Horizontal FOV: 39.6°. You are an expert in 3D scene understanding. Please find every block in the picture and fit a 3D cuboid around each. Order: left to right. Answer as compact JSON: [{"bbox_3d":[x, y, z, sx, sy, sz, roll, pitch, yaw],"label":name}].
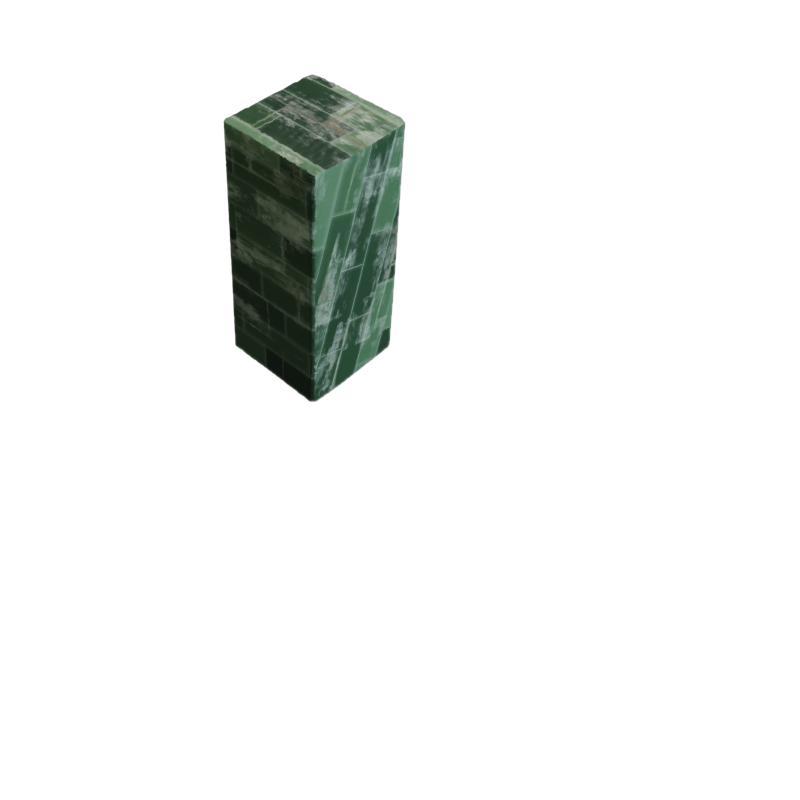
[{"bbox_3d":[-0.062,-0.114,0.797,0.097,0.192,0.091,33,50,29],"label":"block"}]
